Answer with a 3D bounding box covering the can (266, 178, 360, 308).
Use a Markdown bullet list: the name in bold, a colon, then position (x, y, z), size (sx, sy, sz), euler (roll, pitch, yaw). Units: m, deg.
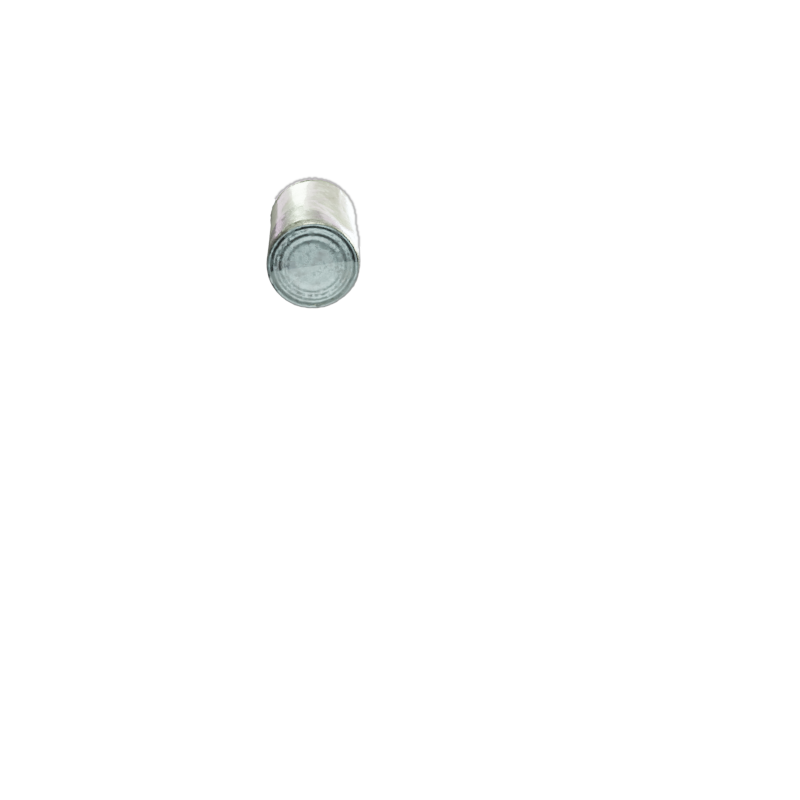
- **can**: position (-0.065, -0.118, 0.828), size (0.068, 0.065, 0.108), euler (0, 26, -3)
